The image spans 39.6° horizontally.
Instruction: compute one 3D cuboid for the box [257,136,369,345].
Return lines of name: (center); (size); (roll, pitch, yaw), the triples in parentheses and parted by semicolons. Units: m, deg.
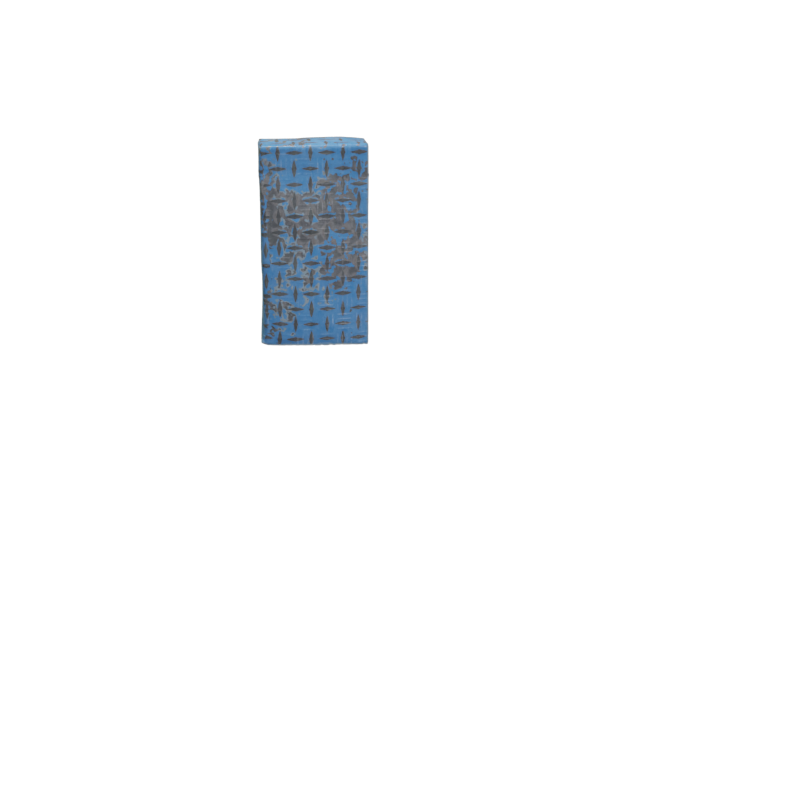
box: (-0.074, -0.135, 0.947); (0.093, 0.171, 0.050); (0, 14, -5)
